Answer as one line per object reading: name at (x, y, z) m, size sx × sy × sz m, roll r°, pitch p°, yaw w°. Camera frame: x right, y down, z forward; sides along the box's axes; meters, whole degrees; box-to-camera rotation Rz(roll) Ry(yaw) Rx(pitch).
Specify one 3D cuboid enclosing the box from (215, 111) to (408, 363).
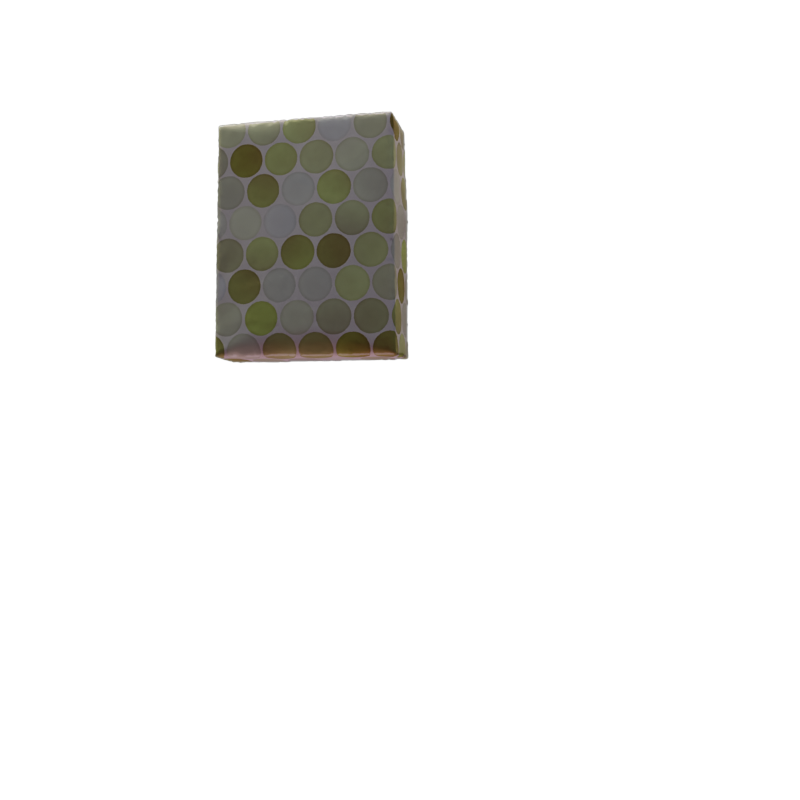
box at (-0.078, -0.142, 0.998) m, size 0.167 × 0.219 × 0.069 m, roll -2°, pitch -10°, yaw 14°
